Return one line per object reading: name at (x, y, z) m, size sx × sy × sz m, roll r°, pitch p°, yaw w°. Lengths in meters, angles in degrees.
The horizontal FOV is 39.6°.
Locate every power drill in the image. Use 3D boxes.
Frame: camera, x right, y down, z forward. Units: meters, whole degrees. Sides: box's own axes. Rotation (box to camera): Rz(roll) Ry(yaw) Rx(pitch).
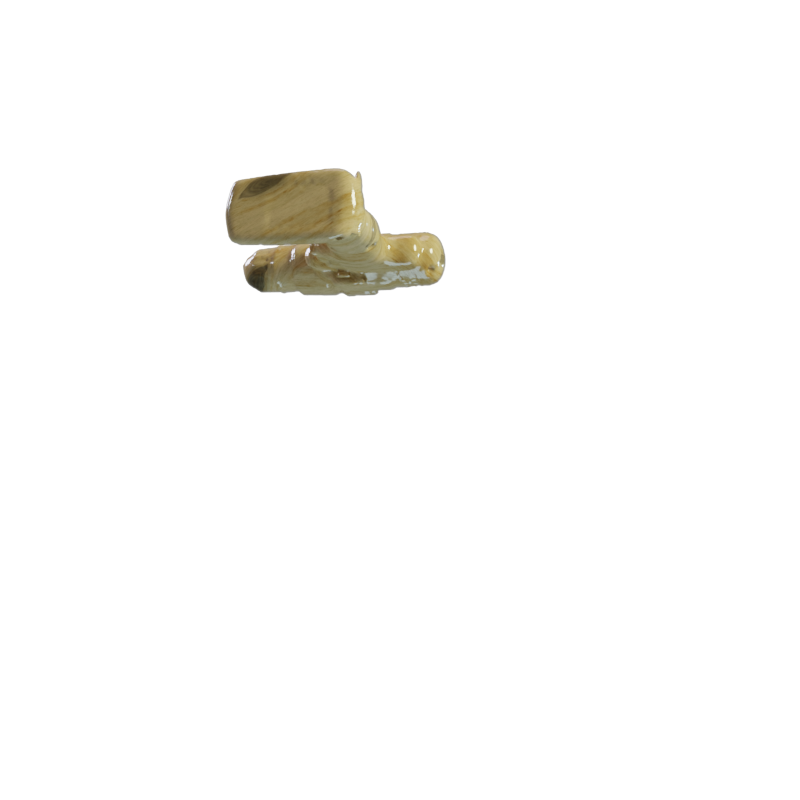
power drill at (-0.072, -0.130, 0.913) m, size 0.188 × 0.059 × 0.178 m, roll -3°, pitch -10°, yaw 19°
